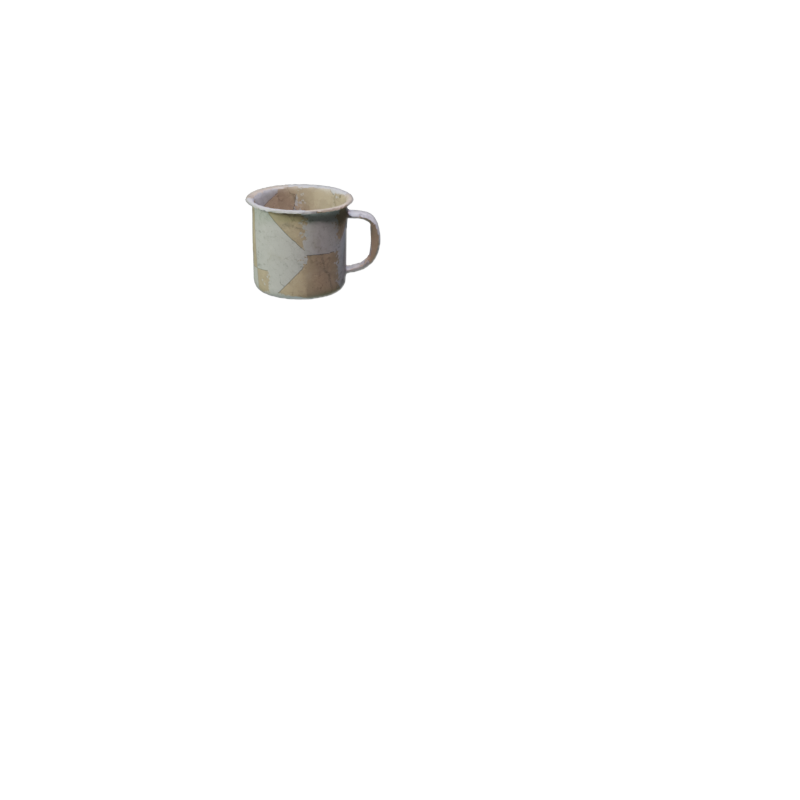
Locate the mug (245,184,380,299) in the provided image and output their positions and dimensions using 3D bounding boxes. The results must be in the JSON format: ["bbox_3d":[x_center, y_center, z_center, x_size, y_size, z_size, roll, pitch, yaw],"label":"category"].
[{"bbox_3d":[-0.076,-0.138,0.967,0.116,0.078,0.098,-1,22,-4],"label":"mug"}]
